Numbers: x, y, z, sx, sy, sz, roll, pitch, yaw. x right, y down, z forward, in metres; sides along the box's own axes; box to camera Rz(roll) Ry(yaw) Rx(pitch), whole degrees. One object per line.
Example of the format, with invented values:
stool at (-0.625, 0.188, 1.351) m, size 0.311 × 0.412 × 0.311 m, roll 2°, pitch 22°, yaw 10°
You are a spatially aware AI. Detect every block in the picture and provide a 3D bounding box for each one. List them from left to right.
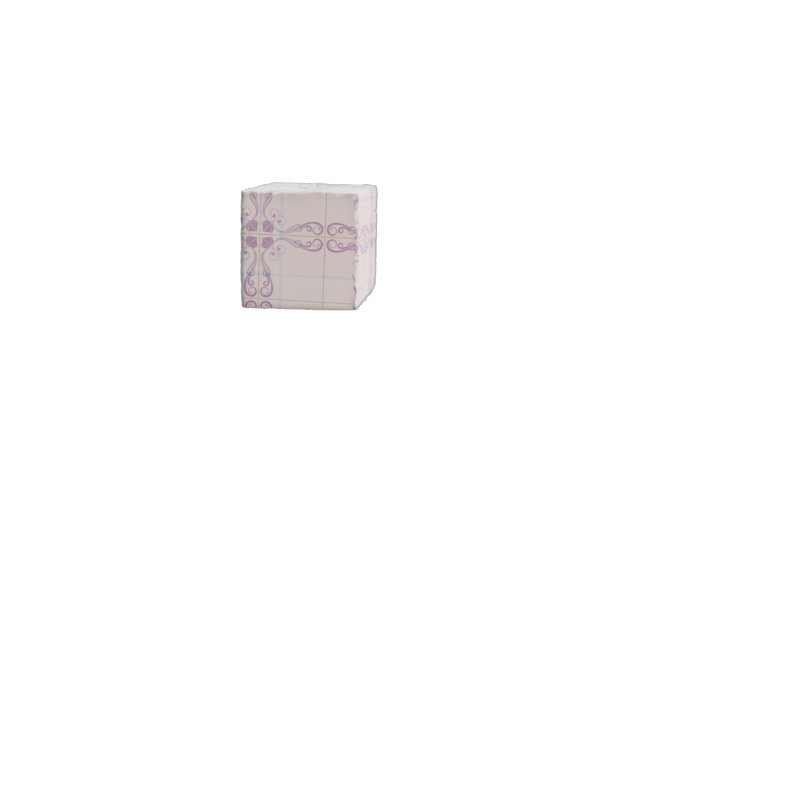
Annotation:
block at (-0.040, -0.072, 0.507) m, size 0.053 × 0.050 × 0.079 m, roll 1°, pitch 11°, yaw 5°
